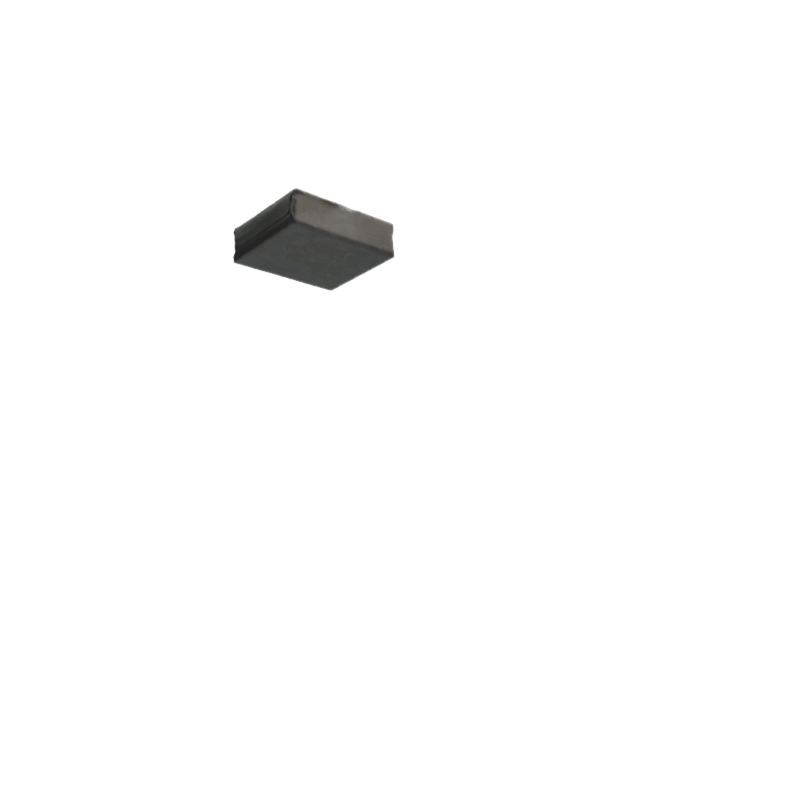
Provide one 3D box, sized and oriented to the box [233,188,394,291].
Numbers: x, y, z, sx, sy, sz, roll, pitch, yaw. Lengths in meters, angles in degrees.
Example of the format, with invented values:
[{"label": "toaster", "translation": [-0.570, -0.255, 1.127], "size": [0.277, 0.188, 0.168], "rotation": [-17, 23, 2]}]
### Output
[{"label": "box", "translation": [-0.061, -0.110, 0.772], "size": [0.085, 0.032, 0.073], "rotation": [15, -26, -35]}]
